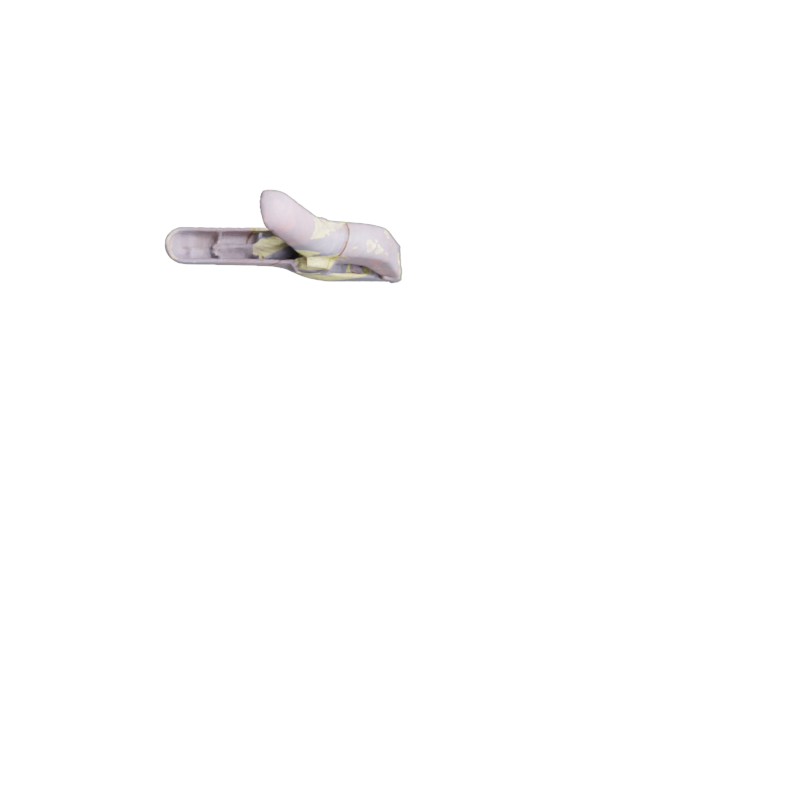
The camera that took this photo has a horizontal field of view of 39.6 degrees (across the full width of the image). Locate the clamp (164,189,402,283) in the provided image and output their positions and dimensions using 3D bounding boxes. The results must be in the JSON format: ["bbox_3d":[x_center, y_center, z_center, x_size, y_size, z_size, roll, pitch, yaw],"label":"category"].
[{"bbox_3d":[-0.058,-0.106,0.745,0.165,0.040,0.123,1,-3,-33],"label":"clamp"}]
